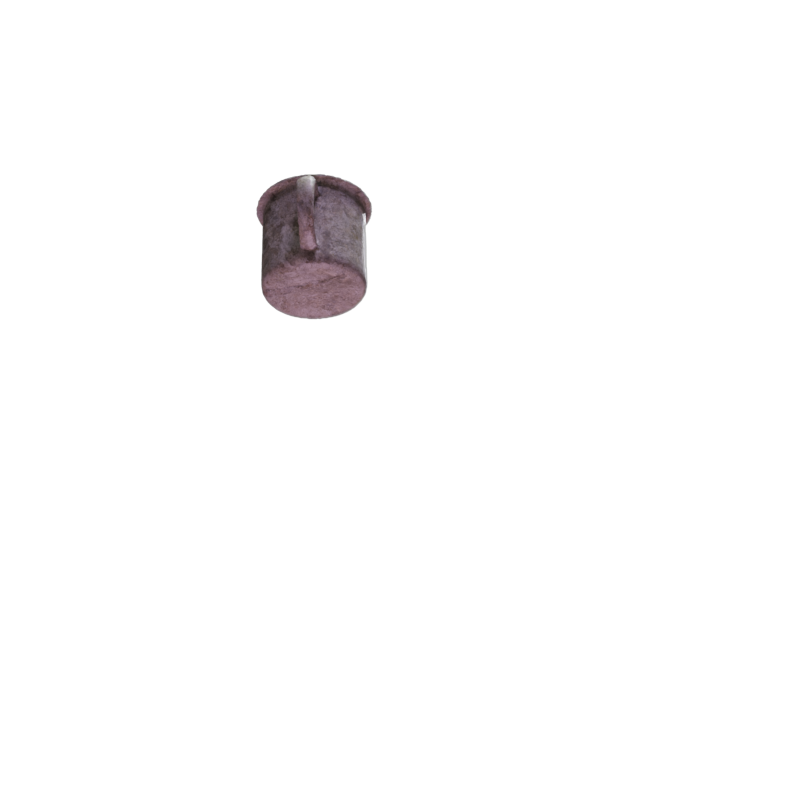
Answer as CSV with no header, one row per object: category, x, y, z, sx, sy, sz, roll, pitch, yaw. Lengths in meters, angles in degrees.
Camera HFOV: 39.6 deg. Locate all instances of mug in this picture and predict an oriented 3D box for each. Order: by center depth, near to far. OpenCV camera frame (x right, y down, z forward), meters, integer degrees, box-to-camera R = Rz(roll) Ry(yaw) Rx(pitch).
mug,-0.067,-0.123,0.860,0.093,0.087,0.109,-1,-32,0
